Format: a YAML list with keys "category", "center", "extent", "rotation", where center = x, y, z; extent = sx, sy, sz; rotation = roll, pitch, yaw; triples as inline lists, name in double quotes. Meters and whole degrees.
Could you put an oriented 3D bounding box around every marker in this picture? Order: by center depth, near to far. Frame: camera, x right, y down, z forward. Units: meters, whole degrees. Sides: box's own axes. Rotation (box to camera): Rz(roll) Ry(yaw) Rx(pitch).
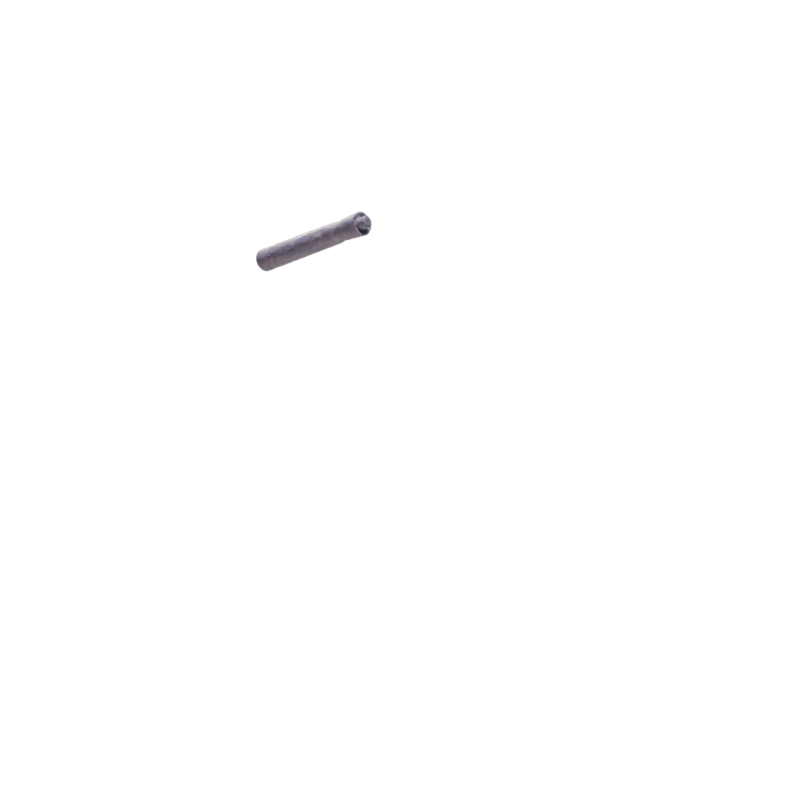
- category: "marker"
  center: [-0.068, -0.124, 0.867]
  extent: [0.123, 0.020, 0.019]
  rotation: [-12, -6, 44]
